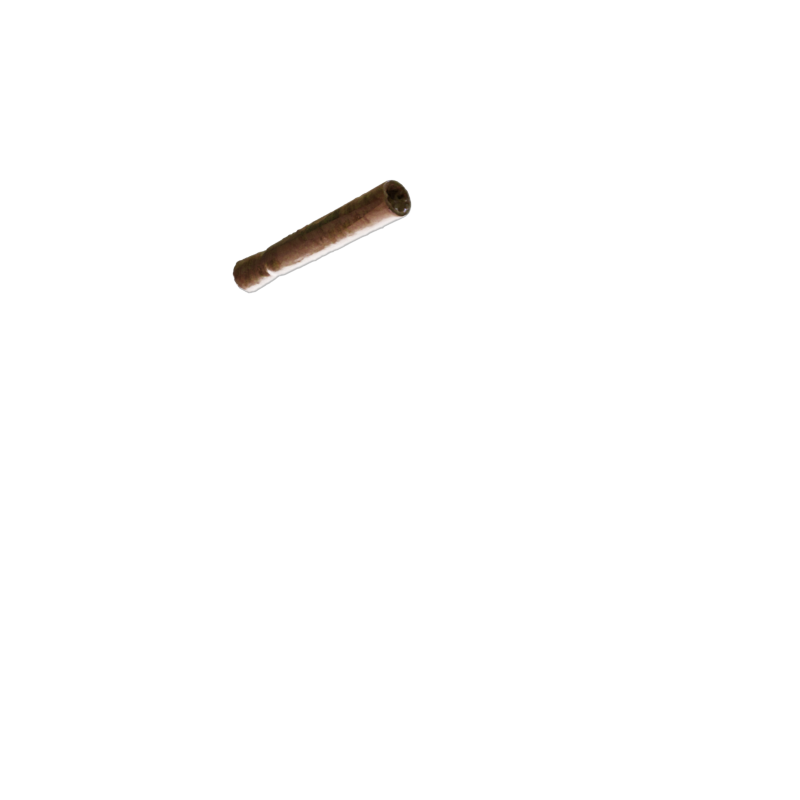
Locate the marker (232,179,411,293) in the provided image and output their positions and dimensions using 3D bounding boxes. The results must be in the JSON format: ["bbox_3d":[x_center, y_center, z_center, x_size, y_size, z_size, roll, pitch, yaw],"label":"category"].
[{"bbox_3d":[-0.043,-0.079,0.553,0.019,0.020,0.122,-4,-11,-46],"label":"marker"}]
